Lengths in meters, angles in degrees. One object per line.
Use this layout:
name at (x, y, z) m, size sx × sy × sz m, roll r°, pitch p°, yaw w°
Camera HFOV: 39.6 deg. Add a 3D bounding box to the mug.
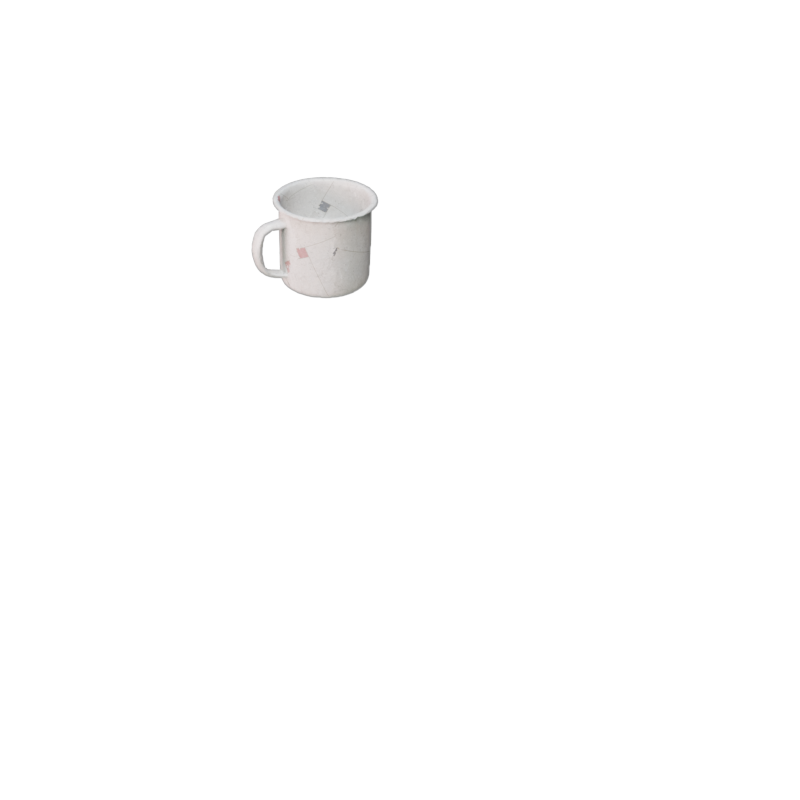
mug at (-0.077, -0.141, 0.986) m, size 0.115 × 0.077 × 0.100 m, roll -18°, pitch 36°, yaw -27°
